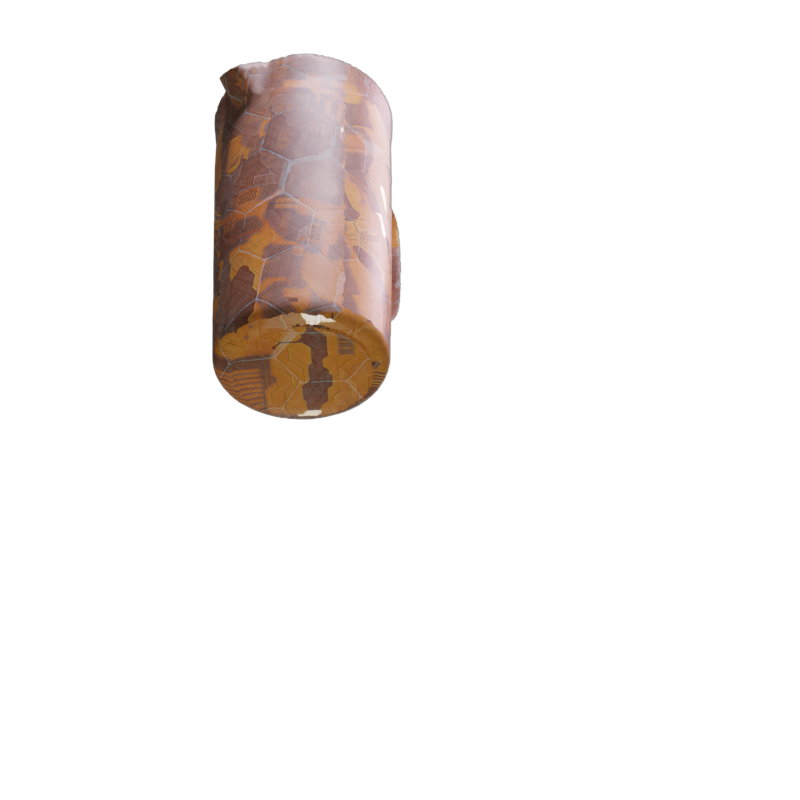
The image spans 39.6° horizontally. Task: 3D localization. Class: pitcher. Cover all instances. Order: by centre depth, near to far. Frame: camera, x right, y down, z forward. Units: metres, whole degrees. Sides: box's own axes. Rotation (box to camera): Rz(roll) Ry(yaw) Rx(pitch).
[{"bbox_3d":[-0.059,-0.107,0.753,0.148,0.261,0.136,4,-42,-8],"label":"pitcher"}]
